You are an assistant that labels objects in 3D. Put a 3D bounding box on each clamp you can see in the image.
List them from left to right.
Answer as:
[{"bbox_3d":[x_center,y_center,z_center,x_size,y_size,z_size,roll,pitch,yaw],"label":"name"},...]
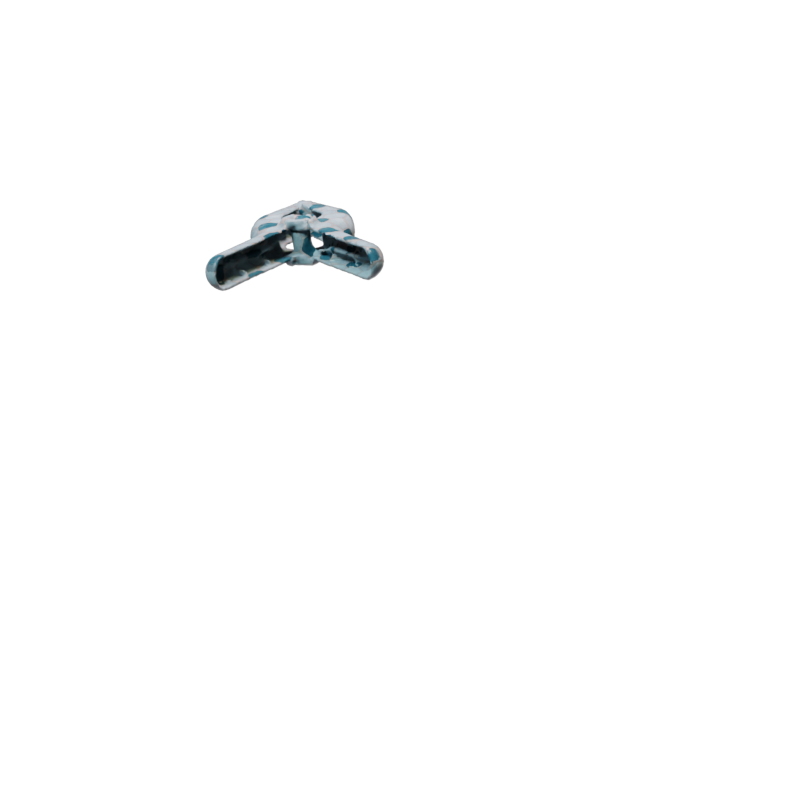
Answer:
[{"bbox_3d":[-0.064,-0.116,0.814,0.122,0.037,0.177,4,25,8],"label":"clamp"}]
